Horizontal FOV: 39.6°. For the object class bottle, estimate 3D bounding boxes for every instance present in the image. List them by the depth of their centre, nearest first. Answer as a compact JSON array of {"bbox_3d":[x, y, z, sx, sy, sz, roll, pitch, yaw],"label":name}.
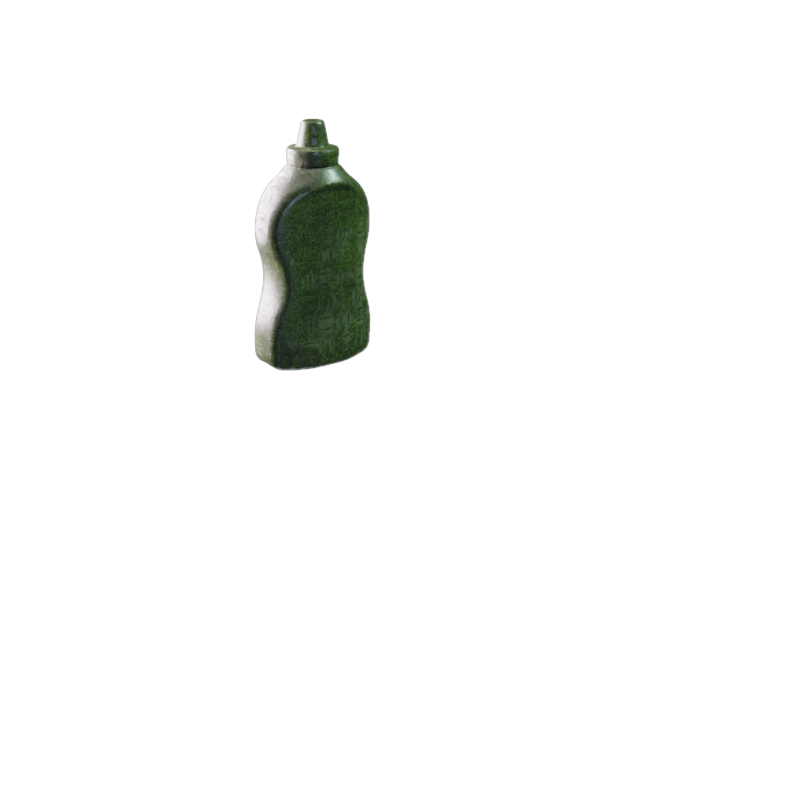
[{"bbox_3d":[-0.068,-0.124,0.871,0.094,0.185,0.062,-11,20,-33],"label":"bottle"}]
